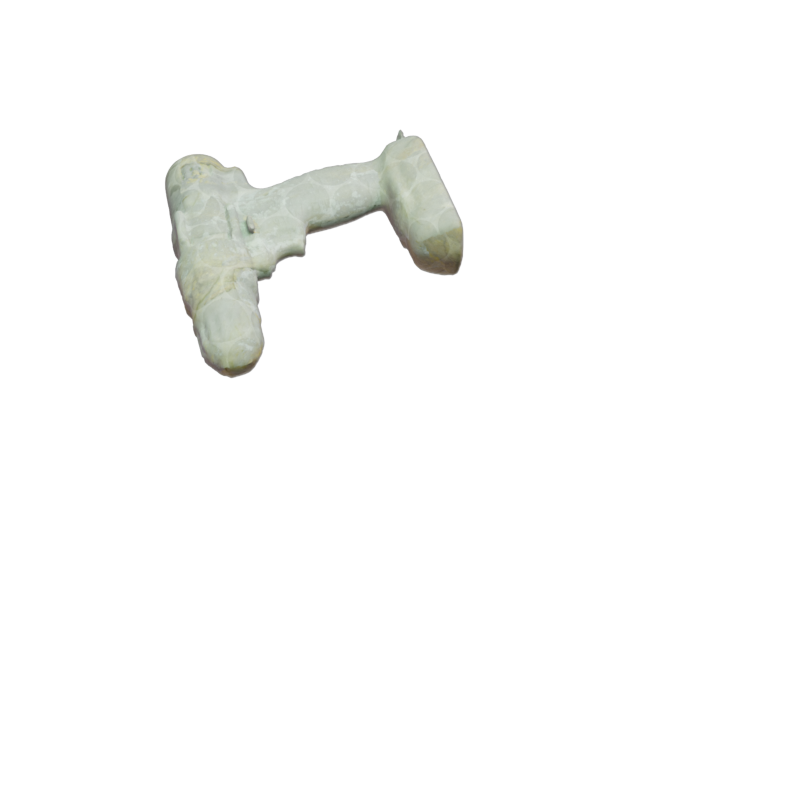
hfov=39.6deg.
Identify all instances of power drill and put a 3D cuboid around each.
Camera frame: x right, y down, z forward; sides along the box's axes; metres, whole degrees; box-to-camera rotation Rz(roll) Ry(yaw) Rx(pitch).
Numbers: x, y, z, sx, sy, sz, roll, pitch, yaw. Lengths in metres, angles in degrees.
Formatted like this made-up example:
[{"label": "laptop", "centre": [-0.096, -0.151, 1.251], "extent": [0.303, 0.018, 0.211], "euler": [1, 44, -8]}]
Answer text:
[{"label": "power drill", "centre": [-0.058, -0.105, 0.737], "extent": [0.186, 0.199, 0.053], "euler": [-11, -38, -9]}]
